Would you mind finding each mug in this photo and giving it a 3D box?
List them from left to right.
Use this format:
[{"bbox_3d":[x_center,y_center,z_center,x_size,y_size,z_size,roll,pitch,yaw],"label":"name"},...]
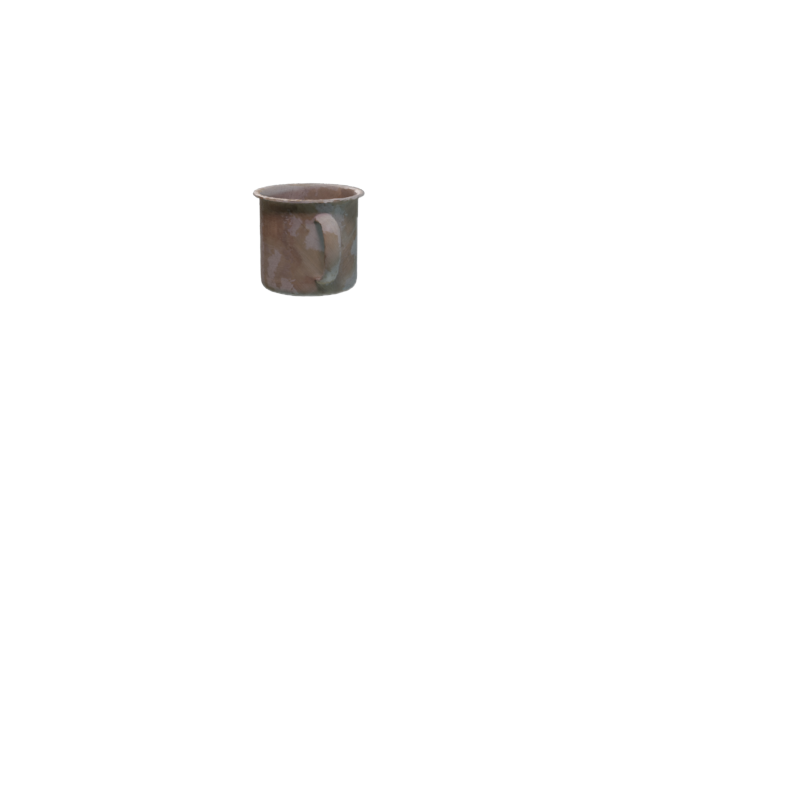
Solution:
[{"bbox_3d":[-0.072,-0.131,0.917,0.091,0.079,0.124,-6,18,-21],"label":"mug"}]
